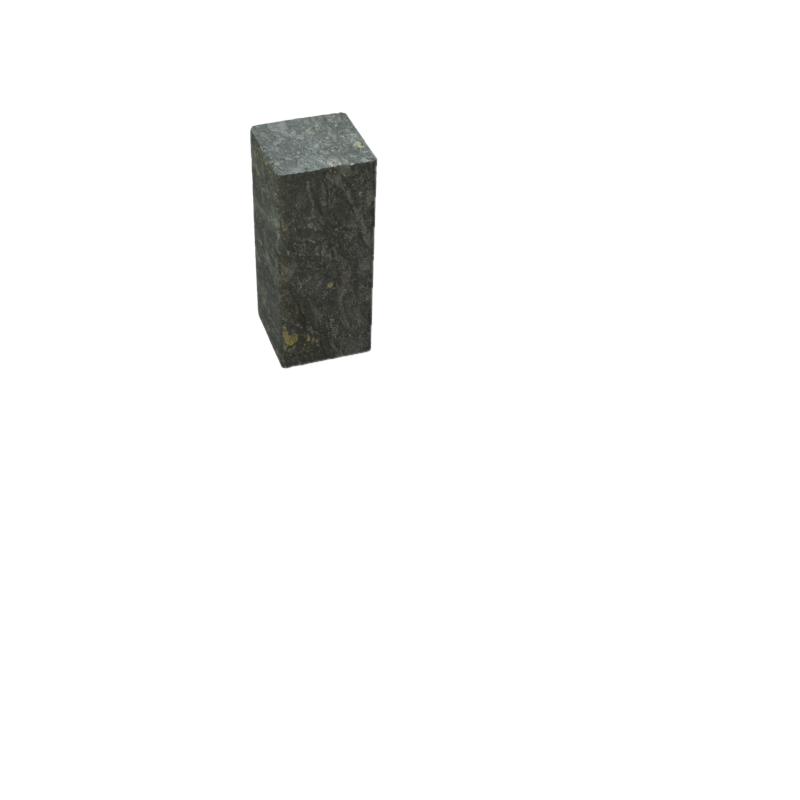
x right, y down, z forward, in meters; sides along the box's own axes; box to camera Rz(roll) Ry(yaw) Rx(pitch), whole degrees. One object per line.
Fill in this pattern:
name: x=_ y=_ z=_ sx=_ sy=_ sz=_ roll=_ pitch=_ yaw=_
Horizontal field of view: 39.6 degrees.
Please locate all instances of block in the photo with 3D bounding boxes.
block: x=-0.079 y=-0.142 z=0.995 sx=0.089 sy=0.193 sz=0.098 roll=-11 pitch=40 yaw=-16
